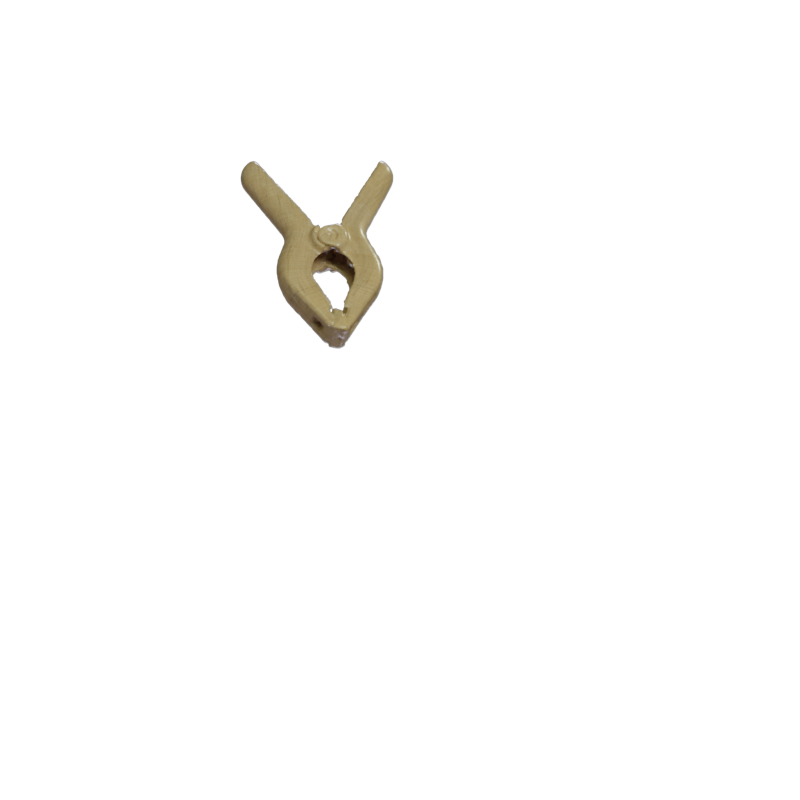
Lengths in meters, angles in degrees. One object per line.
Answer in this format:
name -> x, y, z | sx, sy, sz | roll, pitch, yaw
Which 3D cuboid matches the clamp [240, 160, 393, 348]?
clamp -> -0.066, -0.120, 0.839 | 0.120, 0.183, 0.037 | 1, -37, 0
